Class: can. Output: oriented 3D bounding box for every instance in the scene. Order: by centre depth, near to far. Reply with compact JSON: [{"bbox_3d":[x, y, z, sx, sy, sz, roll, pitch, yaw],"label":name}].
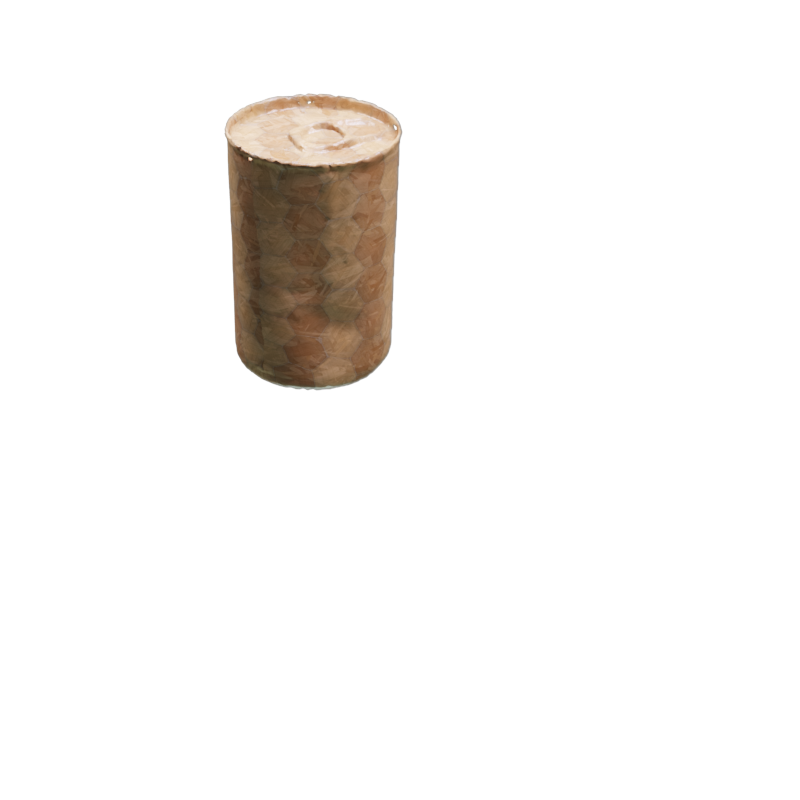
[{"bbox_3d":[-0.035,-0.064,0.449,0.068,0.096,0.073,0,32,-3],"label":"can"}]
